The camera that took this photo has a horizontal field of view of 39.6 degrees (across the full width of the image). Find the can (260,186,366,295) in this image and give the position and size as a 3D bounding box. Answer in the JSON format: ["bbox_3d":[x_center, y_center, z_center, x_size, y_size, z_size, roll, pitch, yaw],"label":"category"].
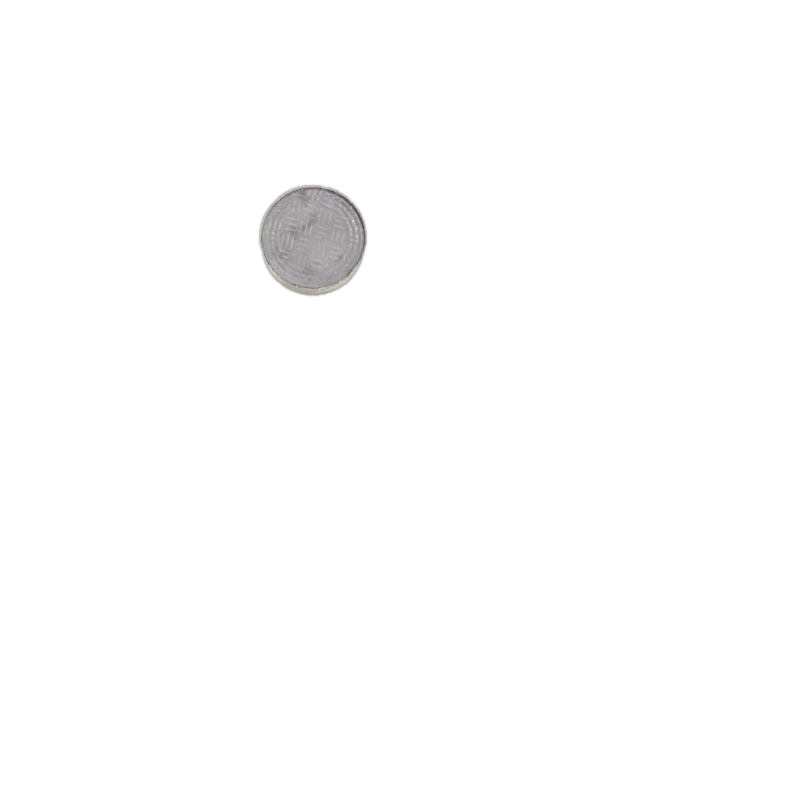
[{"bbox_3d":[-0.071,-0.130,0.909,0.086,0.089,0.032,0,-14,-1],"label":"can"}]
